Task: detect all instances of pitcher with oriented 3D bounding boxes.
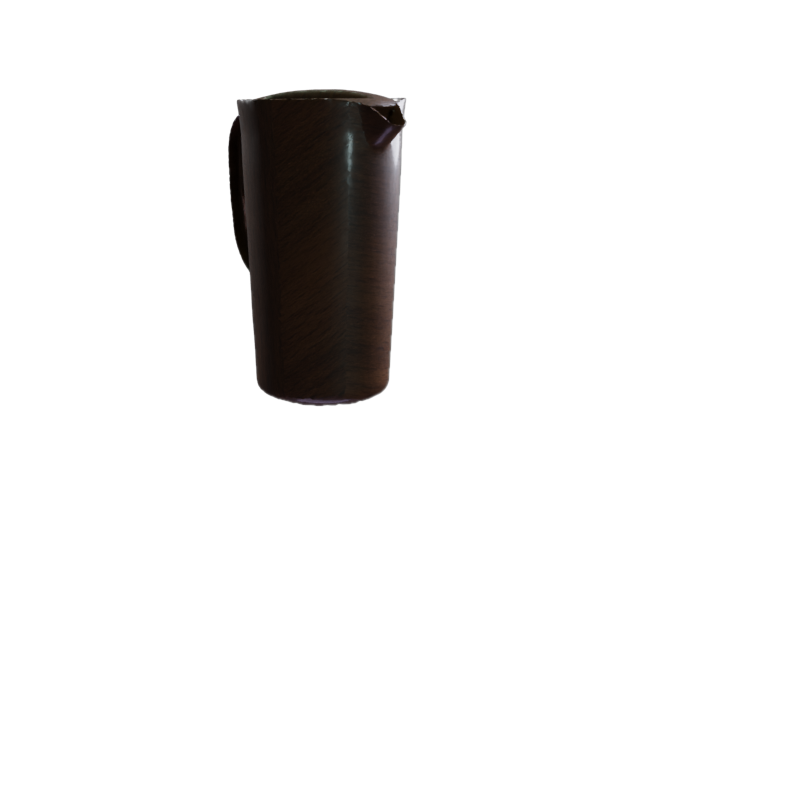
[{"bbox_3d":[-0.070,-0.127,0.893,0.145,0.238,0.153,0,10,-2],"label":"pitcher"}]
